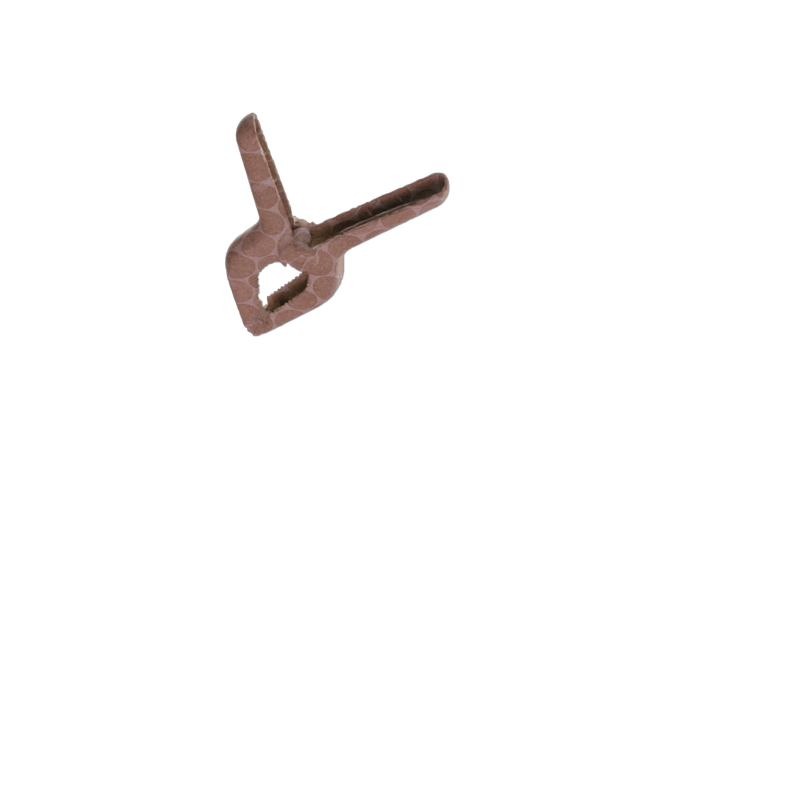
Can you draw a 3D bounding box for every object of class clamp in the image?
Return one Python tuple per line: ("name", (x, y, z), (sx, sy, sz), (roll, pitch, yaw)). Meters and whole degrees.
("clamp", (-0.067, -0.122, 0.855), (0.161, 0.039, 0.200), (12, -43, -14))
